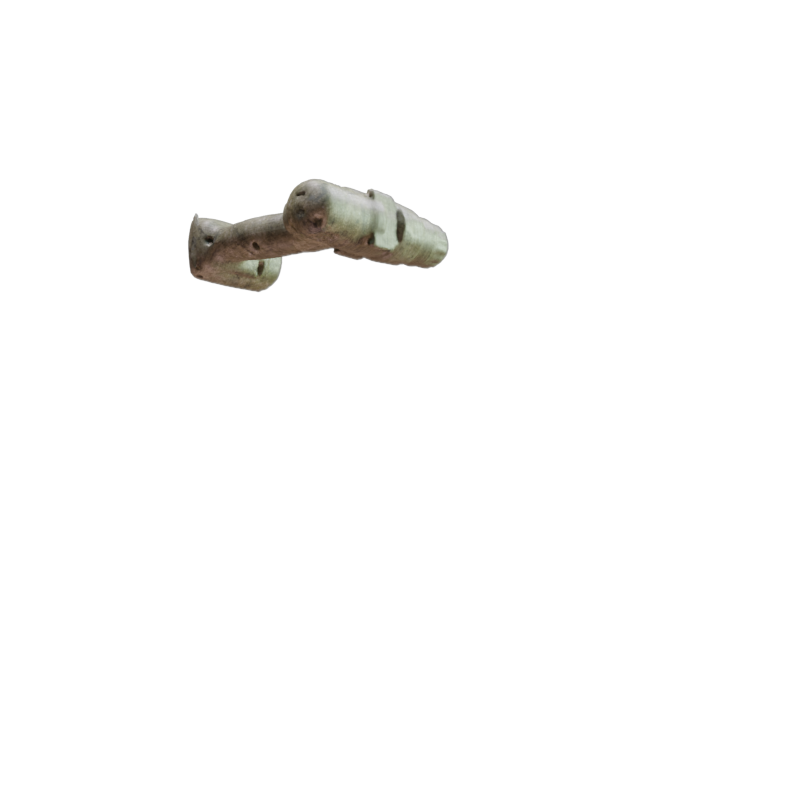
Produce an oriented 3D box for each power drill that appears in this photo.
[{"bbox_3d":[-0.075,-0.136,0.954,0.192,0.059,0.174,-8,-13,38],"label":"power drill"}]
